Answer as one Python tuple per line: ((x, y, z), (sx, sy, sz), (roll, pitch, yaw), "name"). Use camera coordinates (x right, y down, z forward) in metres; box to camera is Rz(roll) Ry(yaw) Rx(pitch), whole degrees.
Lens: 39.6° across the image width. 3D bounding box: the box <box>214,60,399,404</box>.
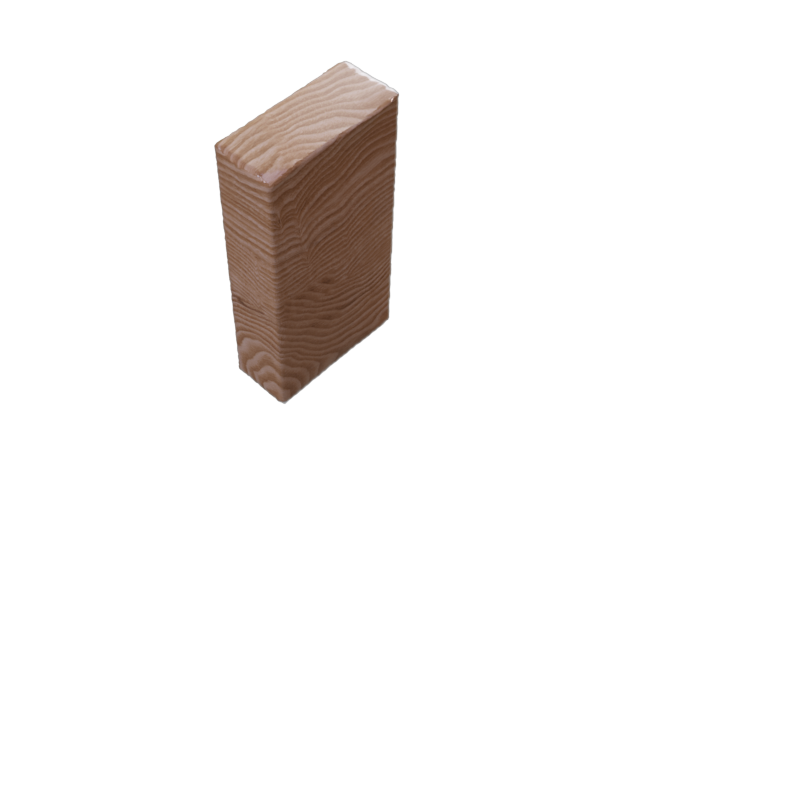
((-0.047, -0.085, 0.596), (0.051, 0.165, 0.094), (37, 60, 21), "box")
